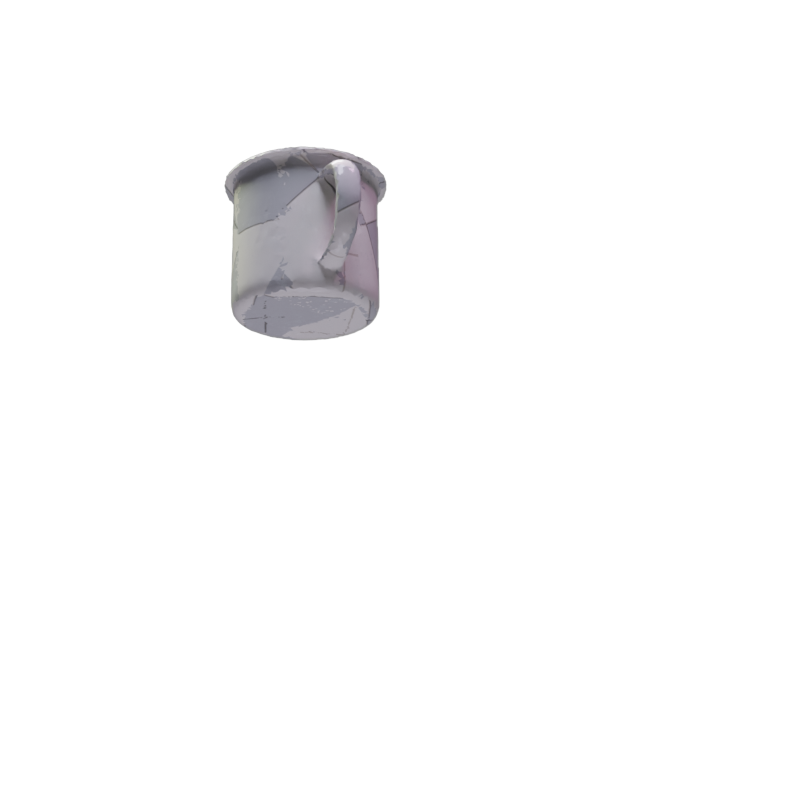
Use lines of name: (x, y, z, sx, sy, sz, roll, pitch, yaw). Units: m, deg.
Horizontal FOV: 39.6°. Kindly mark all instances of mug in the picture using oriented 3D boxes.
mug: (-0.048, -0.087, 0.610, 0.090, 0.086, 0.115, 9, -22, -23)
